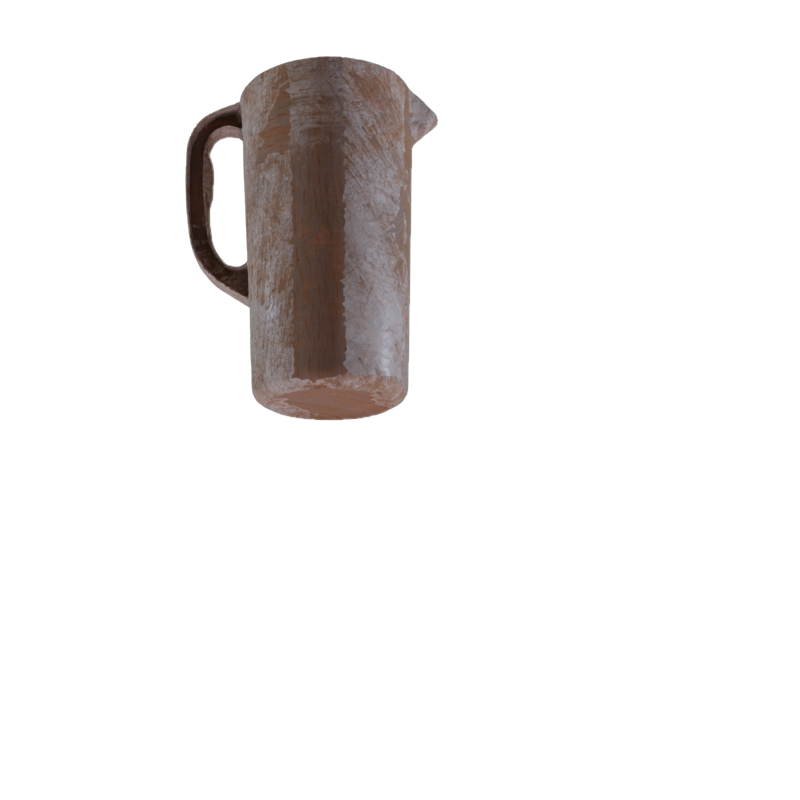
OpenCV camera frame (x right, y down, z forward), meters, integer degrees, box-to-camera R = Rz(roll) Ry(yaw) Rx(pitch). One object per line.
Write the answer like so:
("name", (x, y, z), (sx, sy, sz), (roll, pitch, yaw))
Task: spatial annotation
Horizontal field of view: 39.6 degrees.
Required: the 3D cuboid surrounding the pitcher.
("pitcher", (-0.063, -0.115, 0.804), (0.151, 0.255, 0.136), (-20, -27, 41))
